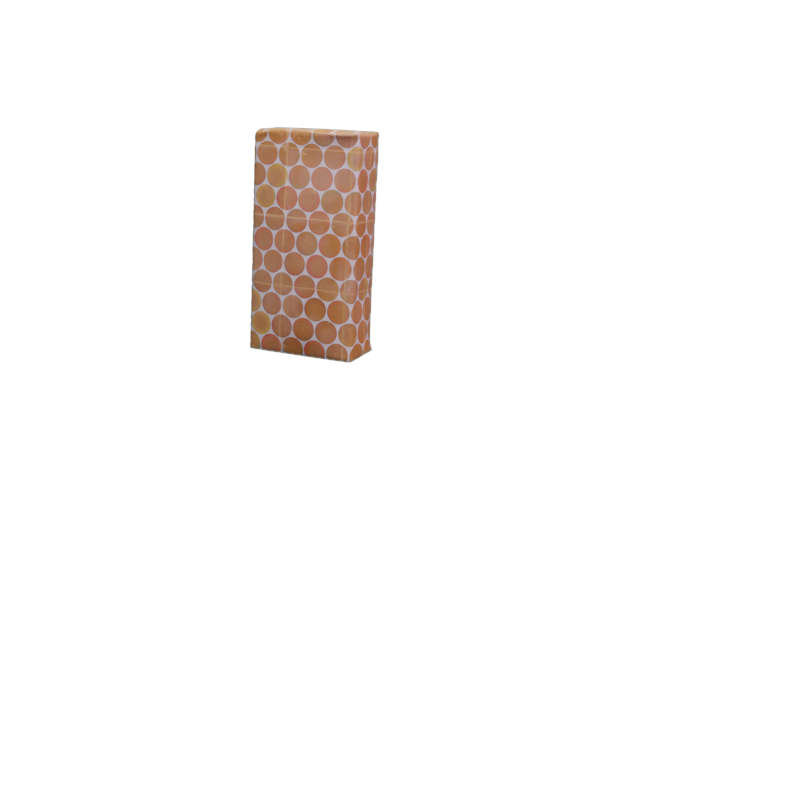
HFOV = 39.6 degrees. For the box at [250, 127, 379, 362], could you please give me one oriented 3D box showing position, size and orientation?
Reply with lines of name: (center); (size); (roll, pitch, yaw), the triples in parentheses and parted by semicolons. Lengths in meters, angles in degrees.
box: (-0.068, -0.124, 0.869); (0.097, 0.172, 0.047); (6, 12, 25)
